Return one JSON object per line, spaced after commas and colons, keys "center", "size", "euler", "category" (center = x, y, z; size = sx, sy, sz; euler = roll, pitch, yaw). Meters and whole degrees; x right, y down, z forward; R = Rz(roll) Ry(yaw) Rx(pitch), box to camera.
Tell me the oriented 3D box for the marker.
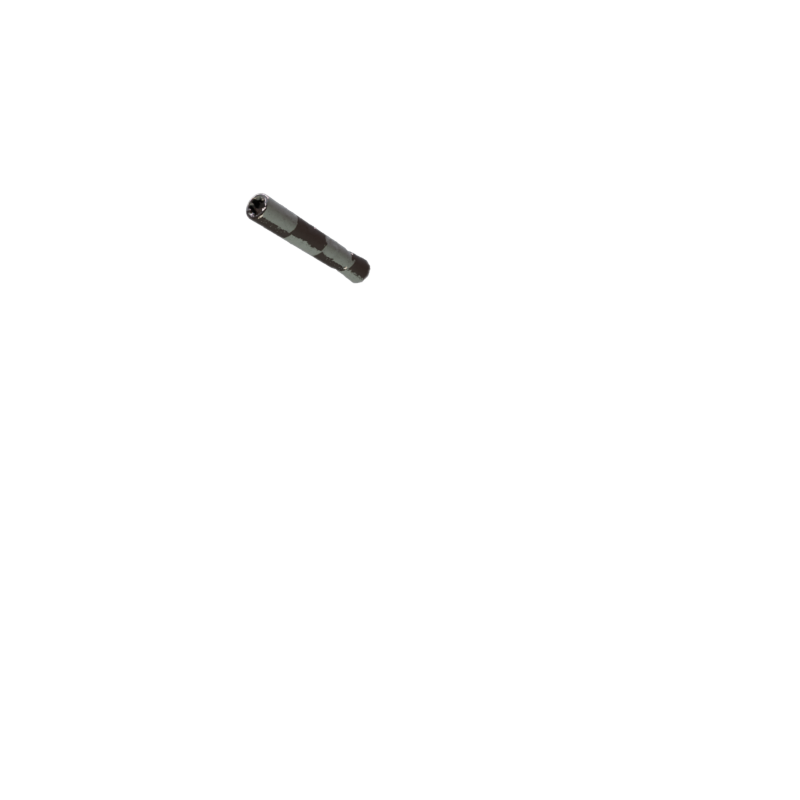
{"center": [-0.059, -0.107, 0.747], "size": [0.021, 0.020, 0.113], "euler": [3, -16, 39], "category": "marker"}
